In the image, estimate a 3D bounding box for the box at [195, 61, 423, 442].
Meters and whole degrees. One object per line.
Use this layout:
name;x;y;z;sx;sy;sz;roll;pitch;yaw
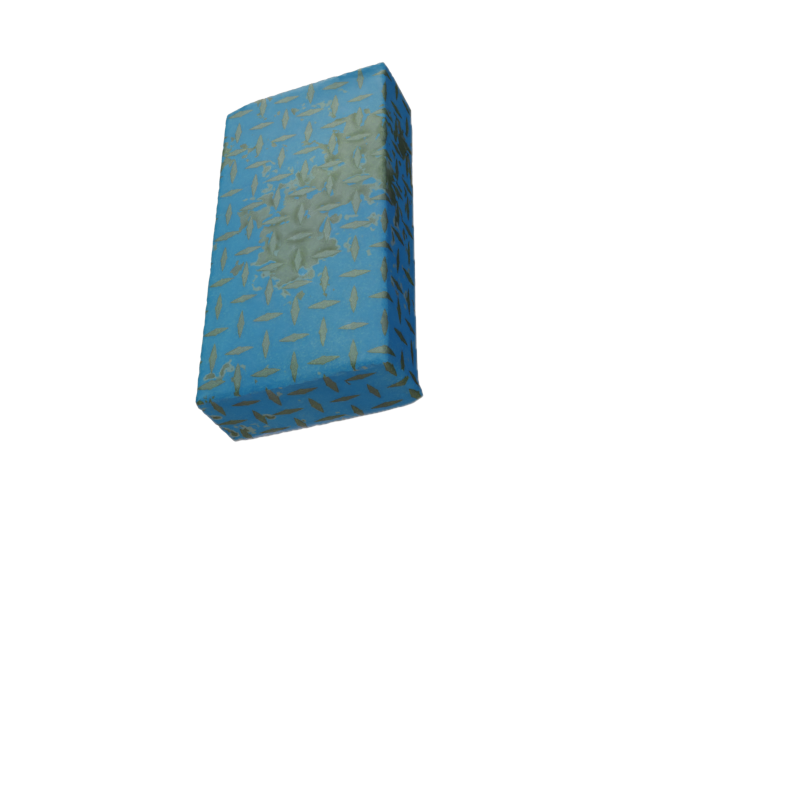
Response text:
box;-0.041;-0.075;0.524;0.094;0.188;0.044;-14;-35;18
